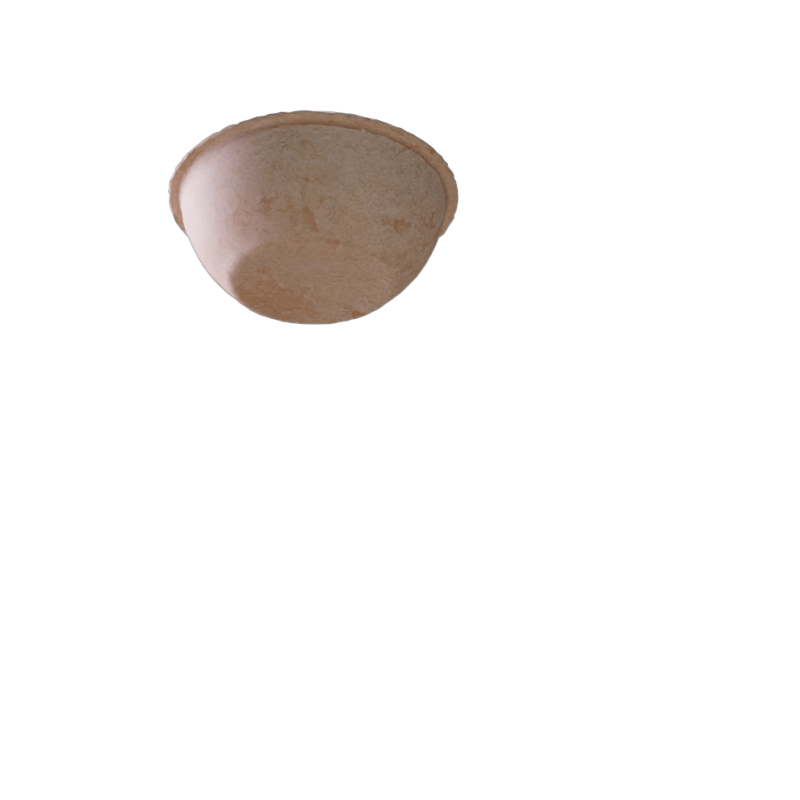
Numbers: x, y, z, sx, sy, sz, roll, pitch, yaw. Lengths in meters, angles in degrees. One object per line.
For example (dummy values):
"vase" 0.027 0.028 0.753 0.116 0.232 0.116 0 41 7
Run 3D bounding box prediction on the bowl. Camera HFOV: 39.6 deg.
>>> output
"bowl" -0.047 -0.086 0.604 0.162 0.059 0.152 1 -28 -2
